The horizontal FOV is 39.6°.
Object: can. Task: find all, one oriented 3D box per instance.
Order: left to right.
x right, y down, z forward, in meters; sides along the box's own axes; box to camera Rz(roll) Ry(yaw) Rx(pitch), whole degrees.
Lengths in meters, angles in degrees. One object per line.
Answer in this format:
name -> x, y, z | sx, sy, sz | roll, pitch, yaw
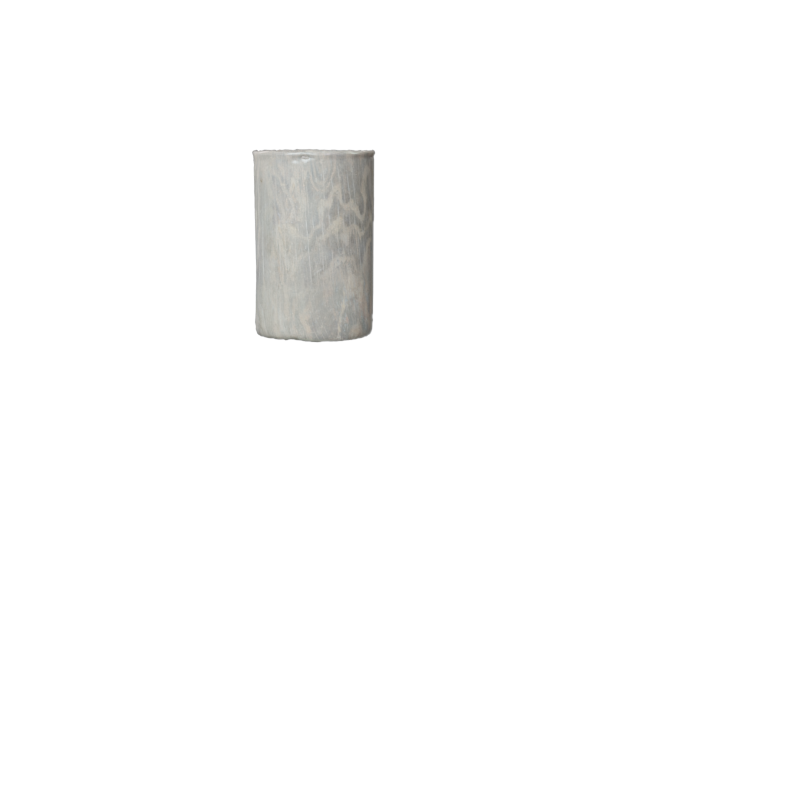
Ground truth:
can -> -0.048, -0.088, 0.616 | 0.068, 0.101, 0.070 | 0, 8, -2
